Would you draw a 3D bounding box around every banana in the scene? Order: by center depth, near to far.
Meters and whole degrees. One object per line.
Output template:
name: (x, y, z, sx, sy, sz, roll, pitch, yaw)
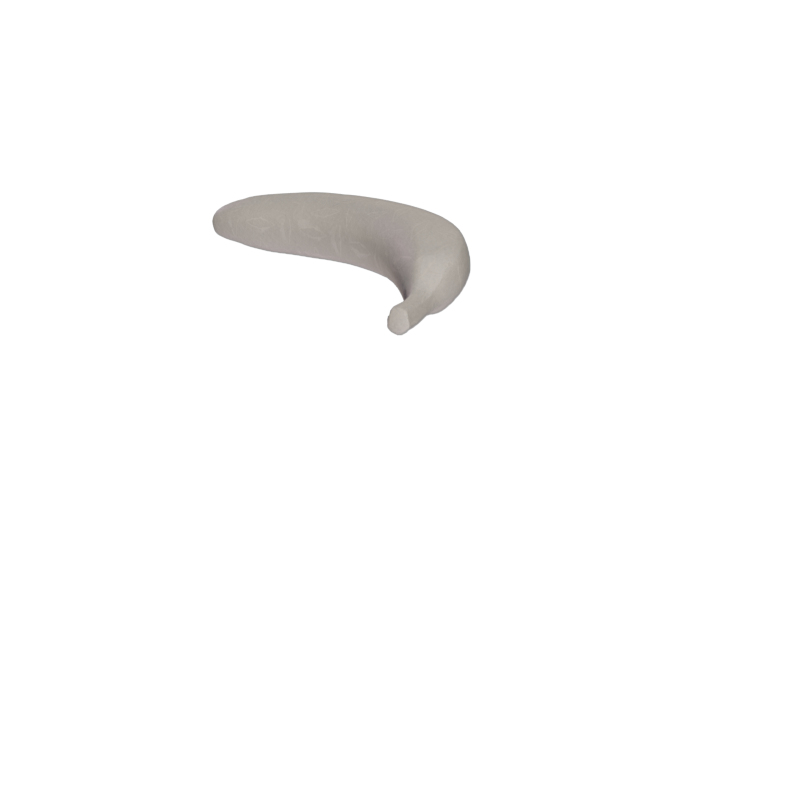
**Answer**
banana: (-0.023, -0.077, 0.532, 0.068, 0.035, 0.210, -10, 22, -28)
